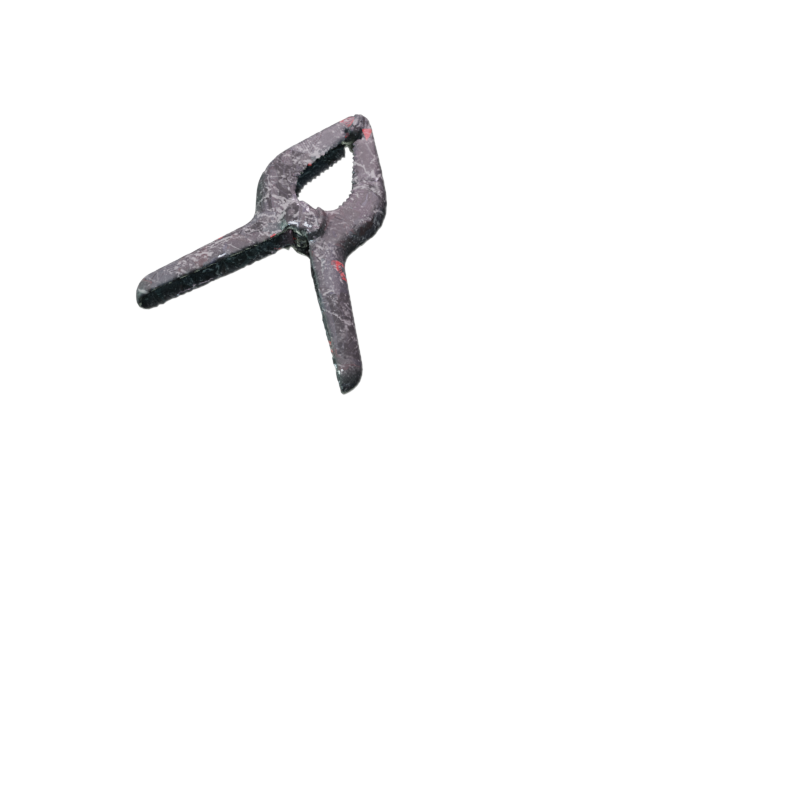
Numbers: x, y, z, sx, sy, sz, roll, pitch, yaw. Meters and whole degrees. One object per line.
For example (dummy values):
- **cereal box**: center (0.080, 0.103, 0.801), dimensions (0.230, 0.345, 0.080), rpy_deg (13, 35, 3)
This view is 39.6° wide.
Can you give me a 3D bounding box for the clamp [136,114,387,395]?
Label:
- **clamp**: center (-0.061, -0.111, 0.776), dimensions (0.170, 0.216, 0.034), rpy_deg (28, -25, 14)
